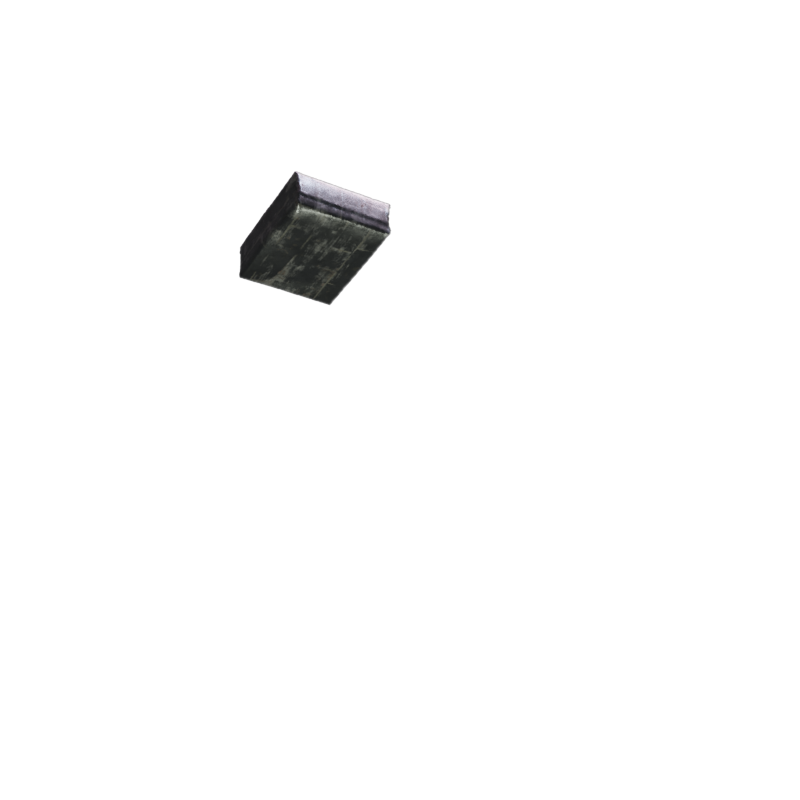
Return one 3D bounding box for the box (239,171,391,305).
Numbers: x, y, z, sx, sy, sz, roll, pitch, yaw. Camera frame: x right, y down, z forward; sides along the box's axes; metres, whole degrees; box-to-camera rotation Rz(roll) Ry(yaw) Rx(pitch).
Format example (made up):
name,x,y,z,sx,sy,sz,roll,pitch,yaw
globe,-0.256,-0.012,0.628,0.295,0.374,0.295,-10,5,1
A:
name,x,y,z,sx,sy,sz,roll,pitch,yaw
box,-0.073,-0.133,0.932,0.086,0.042,0.111,17,-37,-25
